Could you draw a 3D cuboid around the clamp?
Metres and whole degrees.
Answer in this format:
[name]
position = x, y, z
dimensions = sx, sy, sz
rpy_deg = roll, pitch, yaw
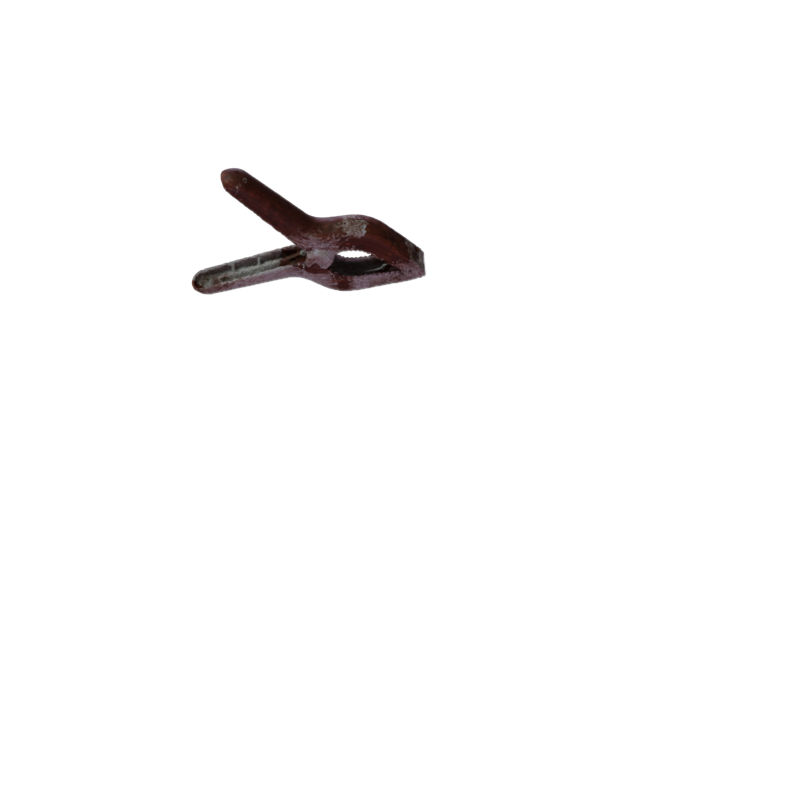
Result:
[clamp]
position = -0.077, -0.141, 0.985
dimensions = 0.208, 0.039, 0.155
rpy_deg = 4, -32, -7
